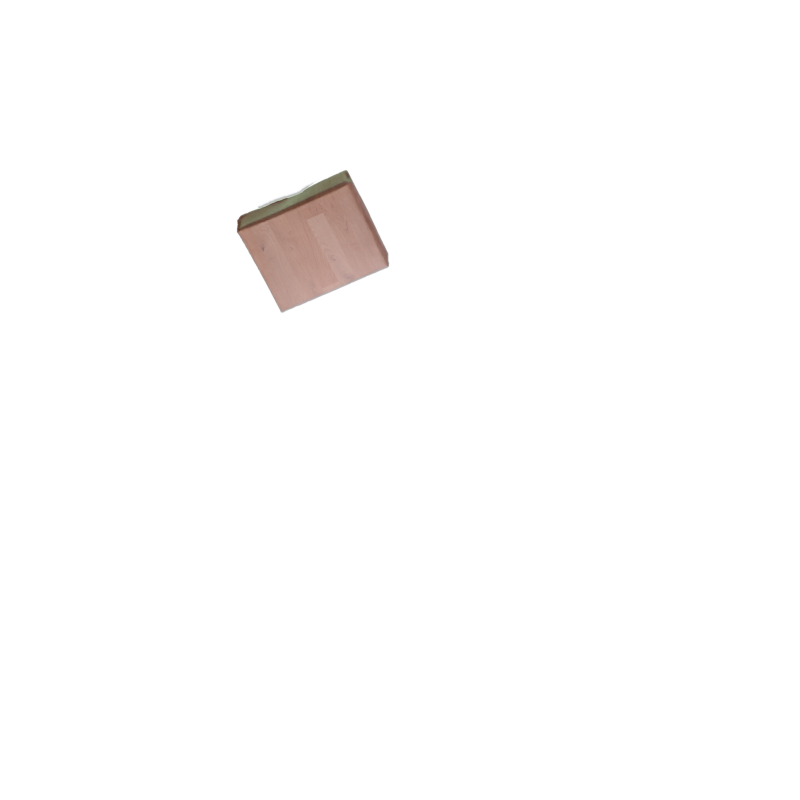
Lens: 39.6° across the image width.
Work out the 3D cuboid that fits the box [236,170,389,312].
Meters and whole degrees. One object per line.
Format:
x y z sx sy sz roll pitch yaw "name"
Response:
-0.063 -0.114 0.798 0.089 0.069 0.032 -22 25 10 "box"
